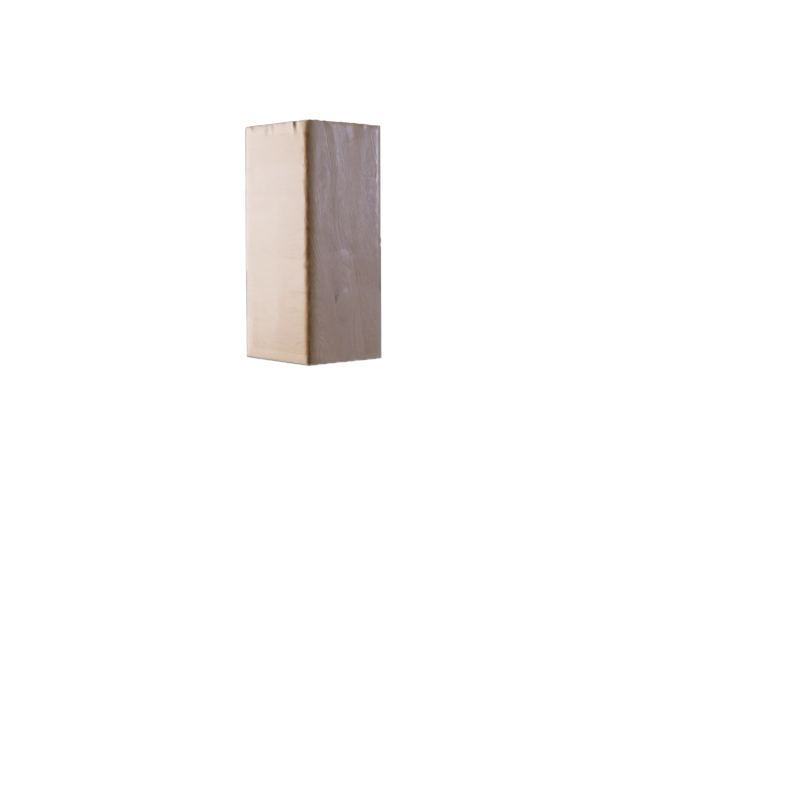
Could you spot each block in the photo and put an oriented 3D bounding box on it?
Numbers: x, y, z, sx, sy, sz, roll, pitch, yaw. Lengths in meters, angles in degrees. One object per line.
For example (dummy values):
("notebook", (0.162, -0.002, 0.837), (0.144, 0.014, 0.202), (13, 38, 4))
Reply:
("block", (-0.078, -0.141, 0.985), (0.087, 0.206, 0.094), (-2, 3, -44))
